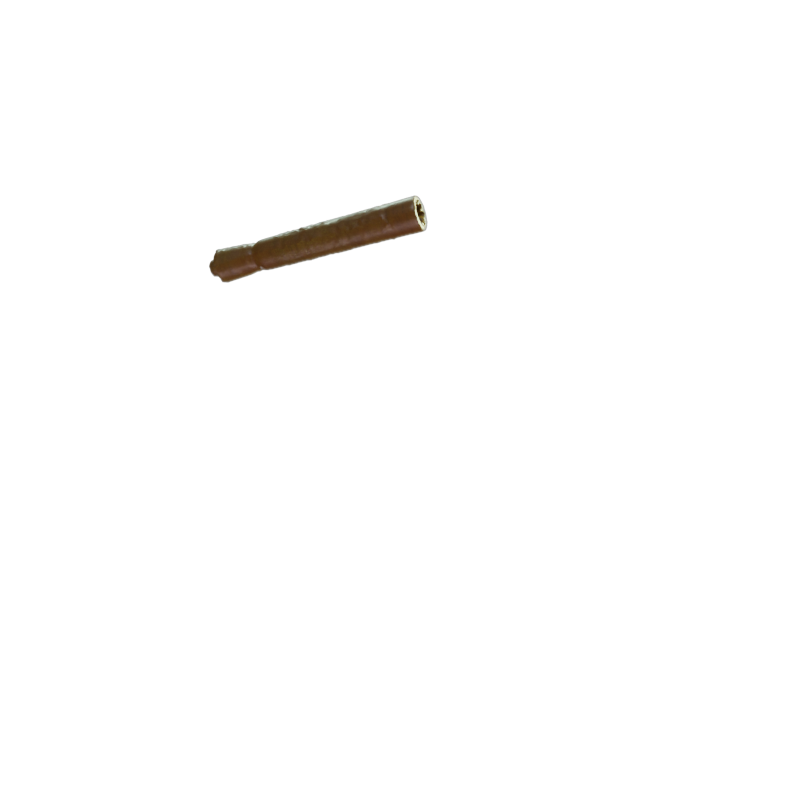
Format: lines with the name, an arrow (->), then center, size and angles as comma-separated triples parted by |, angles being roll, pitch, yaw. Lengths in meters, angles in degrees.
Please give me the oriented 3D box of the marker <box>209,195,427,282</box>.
marker -> -0.045, -0.083, 0.580 | 0.123, 0.020, 0.019 | -12, 0, 21
